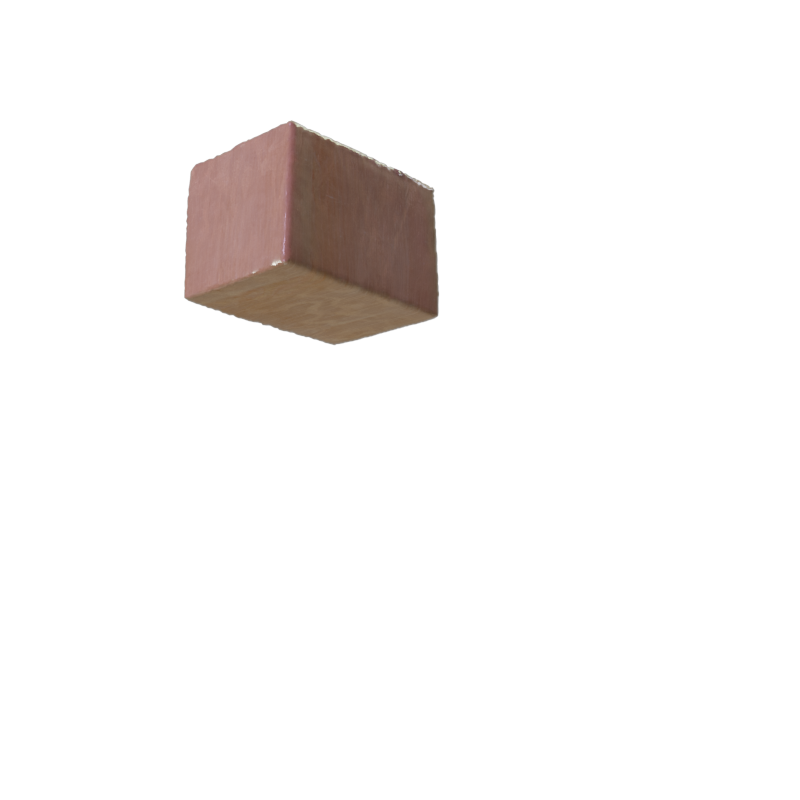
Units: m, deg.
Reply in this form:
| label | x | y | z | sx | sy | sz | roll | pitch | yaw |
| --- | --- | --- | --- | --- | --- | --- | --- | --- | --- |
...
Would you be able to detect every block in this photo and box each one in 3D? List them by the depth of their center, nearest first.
| label | x | y | z | sx | sy | sz | roll | pitch | yaw |
| --- | --- | --- | --- | --- | --- | --- | --- | --- | --- |
| block | -0.031 | -0.056 | 0.391 | 0.053 | 0.054 | 0.073 | -16 | -22 | 39 |
